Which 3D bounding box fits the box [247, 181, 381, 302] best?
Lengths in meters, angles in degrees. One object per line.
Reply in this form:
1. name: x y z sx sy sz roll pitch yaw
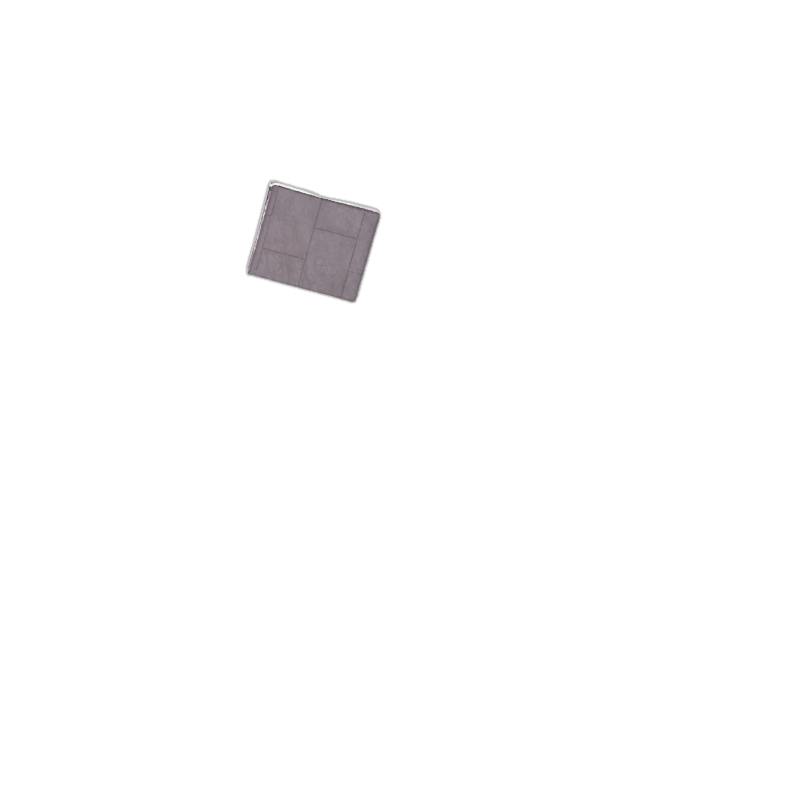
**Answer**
1. box: -0.067 -0.123 0.859 0.089 0.072 0.031 15 9 -3
